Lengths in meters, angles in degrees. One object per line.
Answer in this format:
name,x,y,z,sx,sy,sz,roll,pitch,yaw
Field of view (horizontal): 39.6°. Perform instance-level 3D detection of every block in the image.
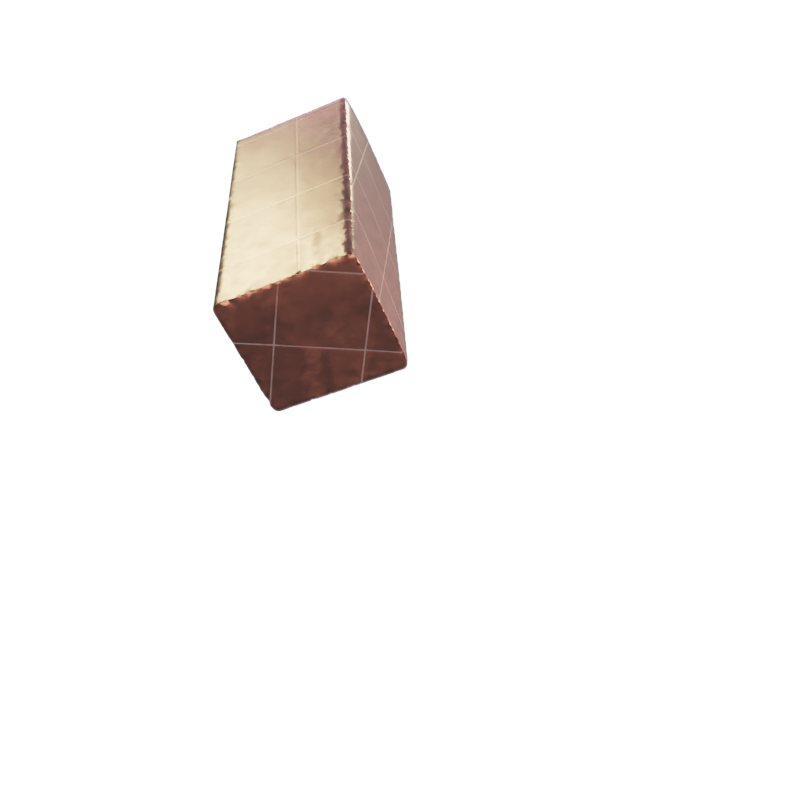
block,-0.056,-0.103,0.728,0.091,0.084,0.221,-20,36,11
